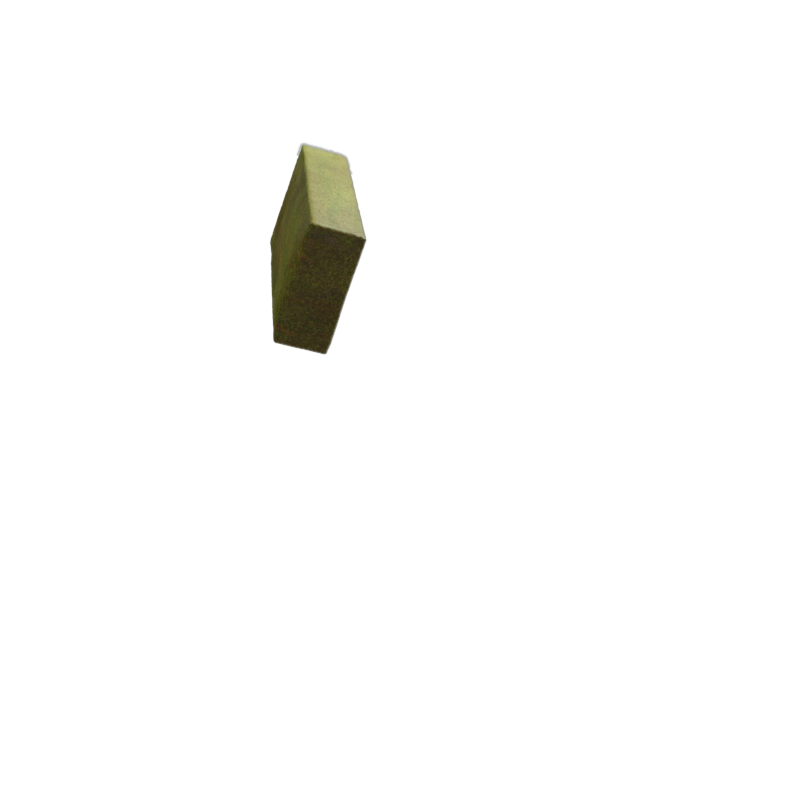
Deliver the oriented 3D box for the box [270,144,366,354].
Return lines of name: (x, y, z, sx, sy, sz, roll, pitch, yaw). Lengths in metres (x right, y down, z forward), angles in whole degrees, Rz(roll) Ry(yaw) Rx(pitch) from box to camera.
box: (-0.063, -0.116, 0.815, 0.047, 0.090, 0.186, 16, 26, -12)
